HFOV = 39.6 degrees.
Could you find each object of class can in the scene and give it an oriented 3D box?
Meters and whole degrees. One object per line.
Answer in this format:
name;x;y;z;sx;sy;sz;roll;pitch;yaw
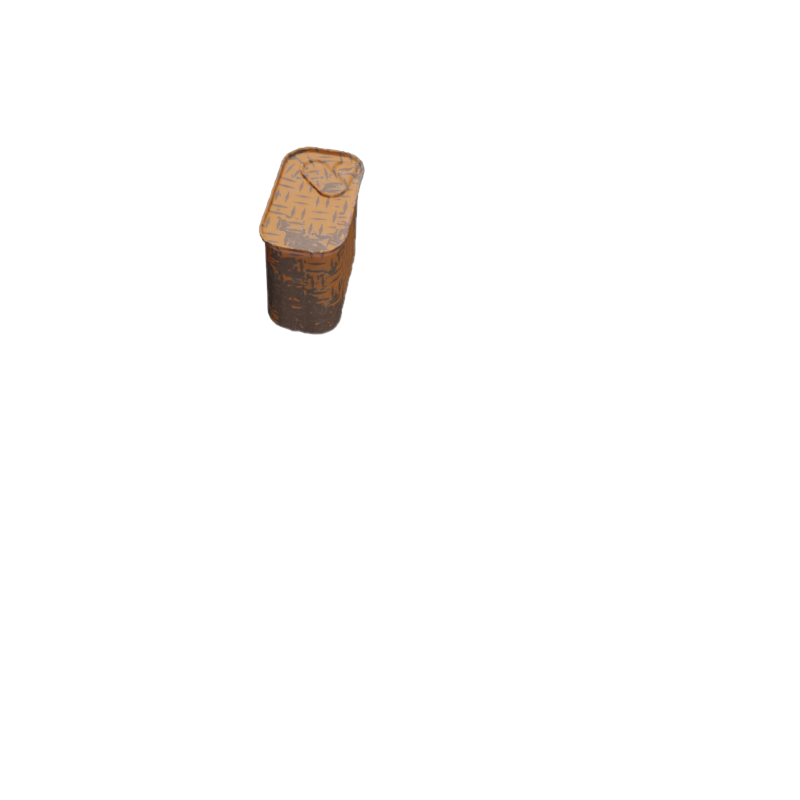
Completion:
can;-0.059;-0.108;0.758;0.058;0.108;0.078;8;-41;4
